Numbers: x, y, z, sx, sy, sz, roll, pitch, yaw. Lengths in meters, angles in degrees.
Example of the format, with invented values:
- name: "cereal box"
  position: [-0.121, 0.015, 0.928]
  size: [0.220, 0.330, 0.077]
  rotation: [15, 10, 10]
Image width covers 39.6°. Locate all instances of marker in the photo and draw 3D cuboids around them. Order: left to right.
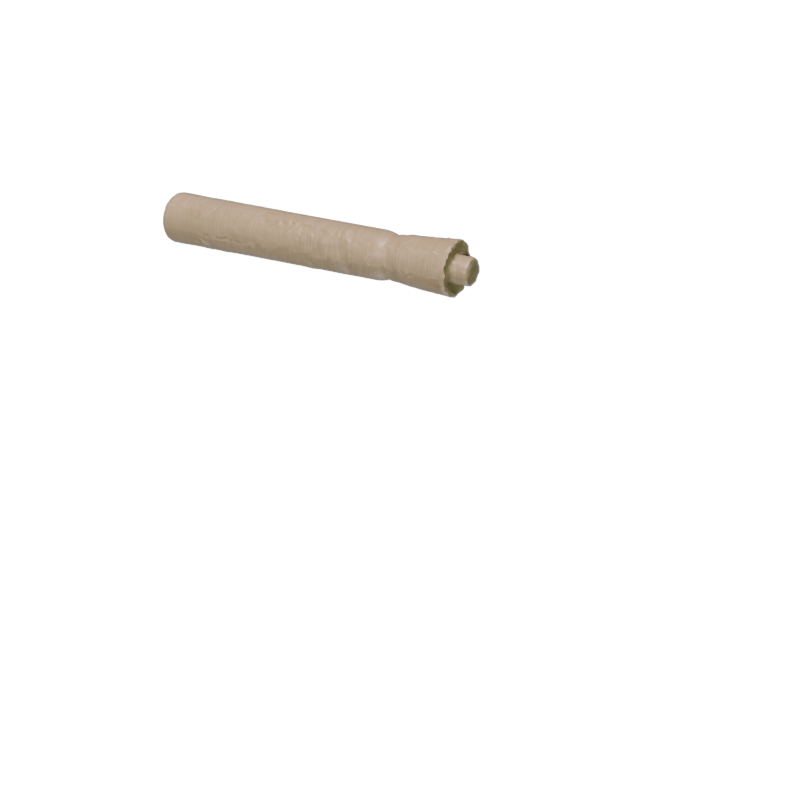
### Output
- name: "marker"
  position: [-0.030, -0.054, 0.379]
  size: [0.127, 0.019, 0.019]
  rotation: [15, 11, 31]
